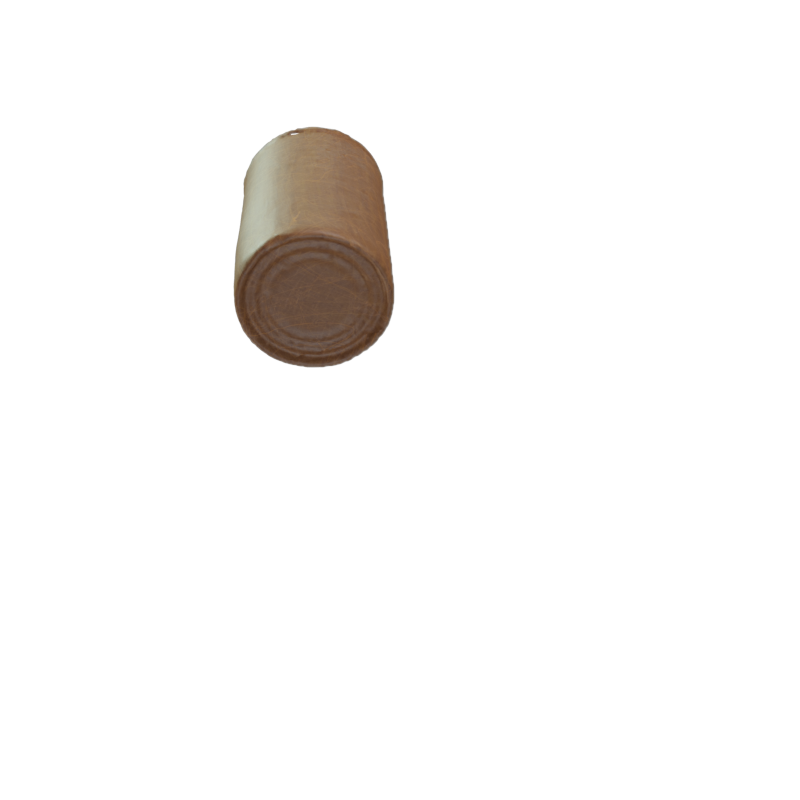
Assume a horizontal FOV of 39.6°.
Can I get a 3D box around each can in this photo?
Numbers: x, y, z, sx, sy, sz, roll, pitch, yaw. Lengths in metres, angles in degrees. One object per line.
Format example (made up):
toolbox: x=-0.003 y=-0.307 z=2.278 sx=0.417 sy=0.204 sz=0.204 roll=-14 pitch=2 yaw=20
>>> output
can: x=-0.039 y=-0.070 z=0.494 sx=0.068 sy=0.064 sz=0.109 roll=-1 pitch=34 yaw=-3
